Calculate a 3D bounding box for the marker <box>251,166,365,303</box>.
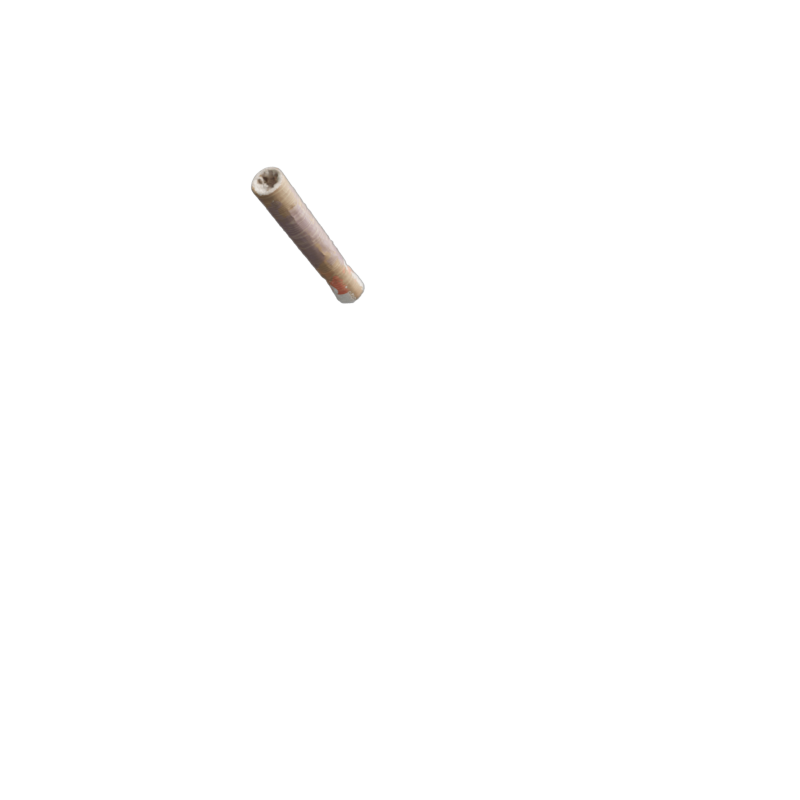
[{"bbox_3d":[-0.049,-0.089,0.623,0.020,0.021,0.112,2,-26,26],"label":"marker"}]
